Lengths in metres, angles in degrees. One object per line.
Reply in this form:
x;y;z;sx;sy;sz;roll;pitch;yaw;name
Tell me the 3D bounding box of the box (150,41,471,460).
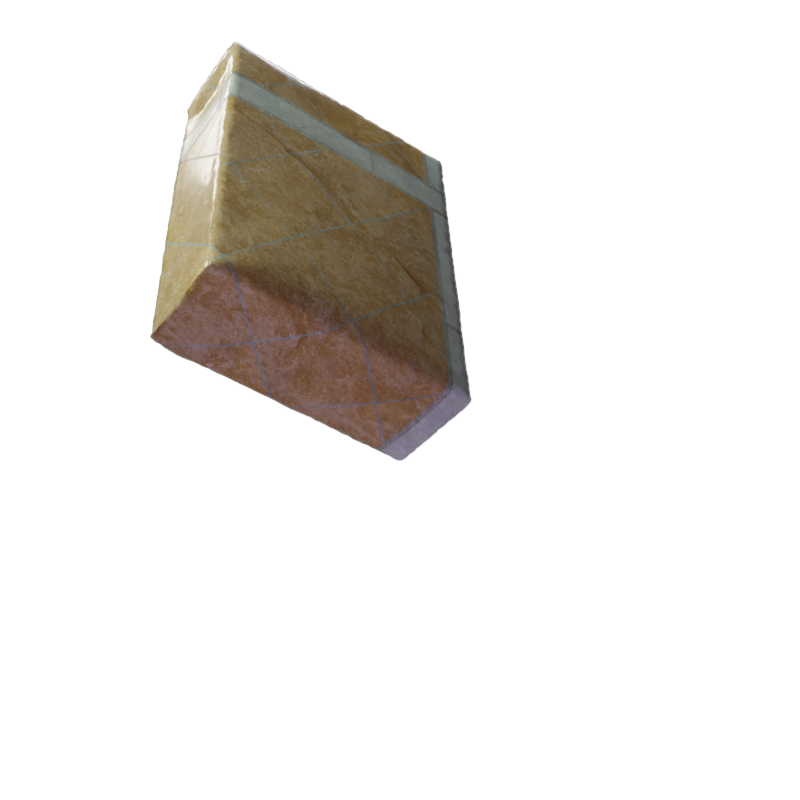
-0.050;-0.092;0.643;0.156;0.230;0.070;26;-53;-25;box
